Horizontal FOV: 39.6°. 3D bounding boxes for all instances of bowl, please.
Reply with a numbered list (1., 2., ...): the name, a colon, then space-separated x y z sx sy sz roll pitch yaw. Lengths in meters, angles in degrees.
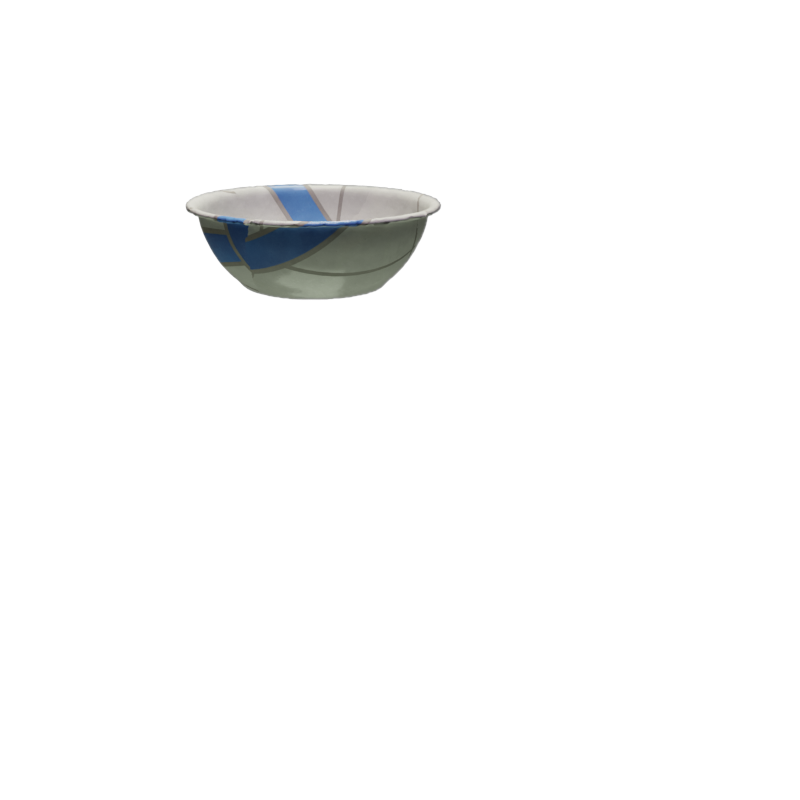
1. bowl: -0.056 -0.101 0.709 0.162 0.053 0.168 -1 18 -2
